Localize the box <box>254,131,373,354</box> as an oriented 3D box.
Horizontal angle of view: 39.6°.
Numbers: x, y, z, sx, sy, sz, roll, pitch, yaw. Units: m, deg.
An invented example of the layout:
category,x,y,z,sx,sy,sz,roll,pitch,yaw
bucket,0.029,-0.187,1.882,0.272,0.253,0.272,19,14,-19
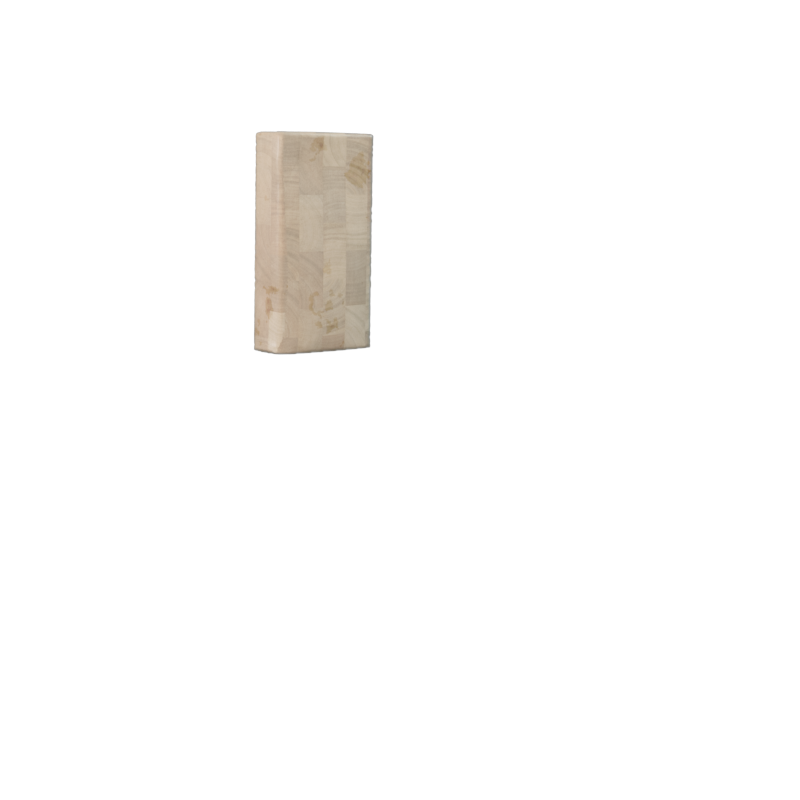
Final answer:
category,x,y,z,sx,sy,sz,roll,pitch,yaw
box,-0.070,-0.128,0.895,0.090,0.175,0.050,-3,4,-37
